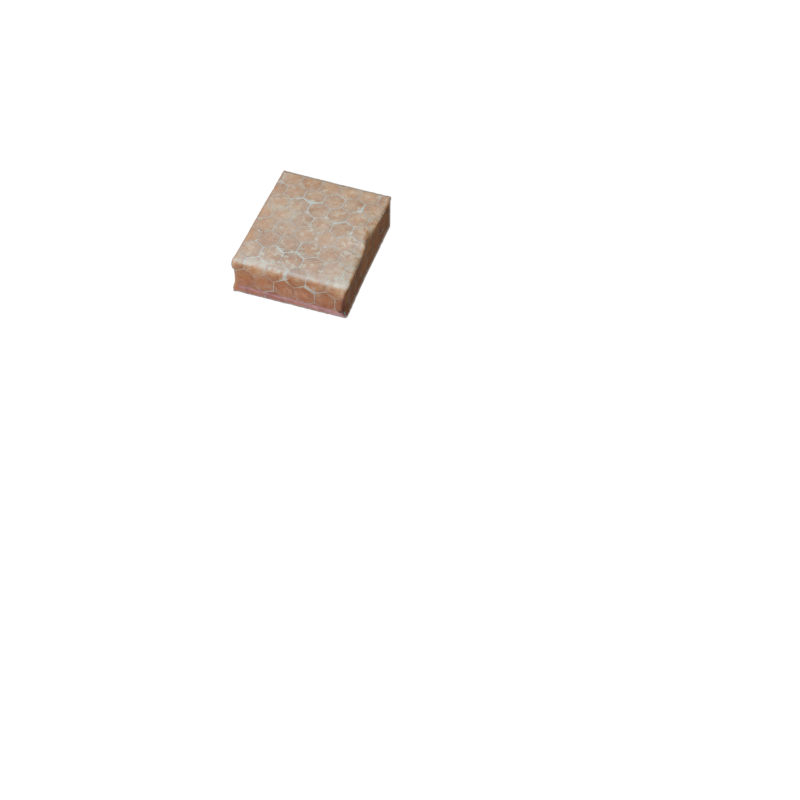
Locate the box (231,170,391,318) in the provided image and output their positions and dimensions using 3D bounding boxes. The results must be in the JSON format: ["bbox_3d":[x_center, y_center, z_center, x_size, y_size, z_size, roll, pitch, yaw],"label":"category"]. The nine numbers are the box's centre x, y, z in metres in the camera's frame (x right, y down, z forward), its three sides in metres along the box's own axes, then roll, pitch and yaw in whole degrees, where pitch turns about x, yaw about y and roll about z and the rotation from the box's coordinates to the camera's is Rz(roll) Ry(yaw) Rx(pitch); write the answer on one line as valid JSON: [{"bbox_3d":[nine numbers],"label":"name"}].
[{"bbox_3d":[-0.053,-0.096,0.676,0.075,0.093,0.028,14,-41,12],"label":"box"}]
